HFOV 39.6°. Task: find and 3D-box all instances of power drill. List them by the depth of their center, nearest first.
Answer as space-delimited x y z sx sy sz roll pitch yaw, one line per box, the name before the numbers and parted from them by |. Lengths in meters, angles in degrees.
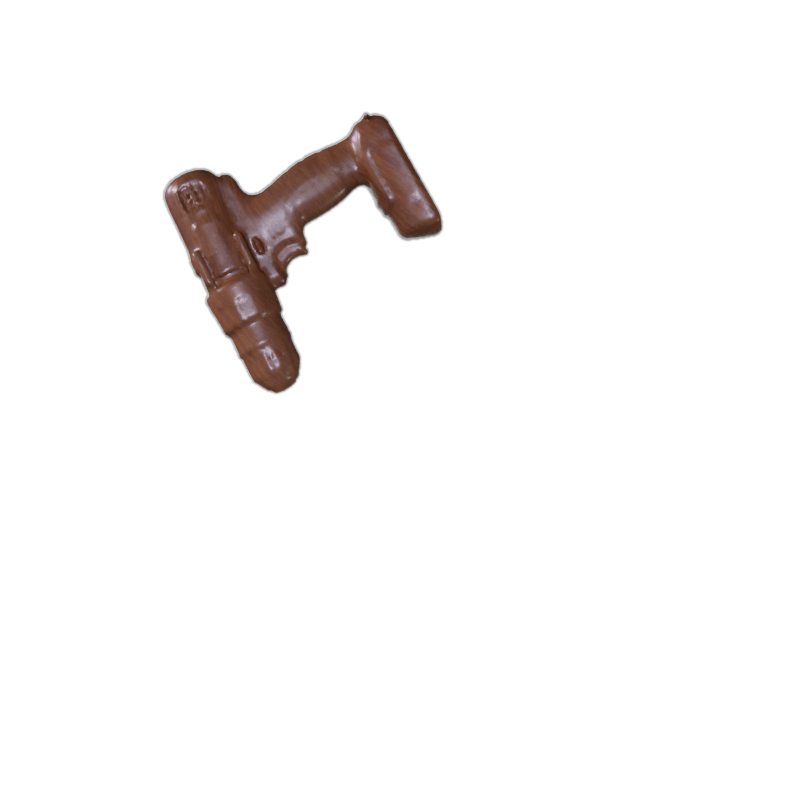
power drill | -0.066 -0.121 0.849 0.187 0.190 0.056 -26 -9 -5
